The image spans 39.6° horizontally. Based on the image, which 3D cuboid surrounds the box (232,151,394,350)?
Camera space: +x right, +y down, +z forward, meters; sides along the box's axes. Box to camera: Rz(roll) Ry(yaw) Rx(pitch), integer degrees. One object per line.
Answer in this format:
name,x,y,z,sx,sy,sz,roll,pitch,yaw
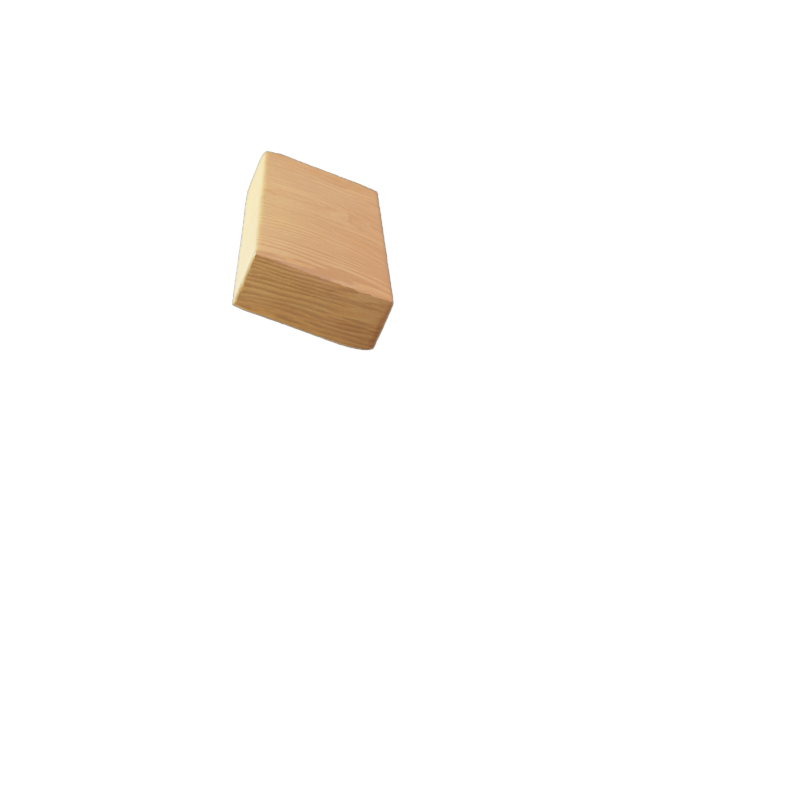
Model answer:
box,-0.058,-0.106,0.739,0.091,0.046,0.188,18,30,-14
